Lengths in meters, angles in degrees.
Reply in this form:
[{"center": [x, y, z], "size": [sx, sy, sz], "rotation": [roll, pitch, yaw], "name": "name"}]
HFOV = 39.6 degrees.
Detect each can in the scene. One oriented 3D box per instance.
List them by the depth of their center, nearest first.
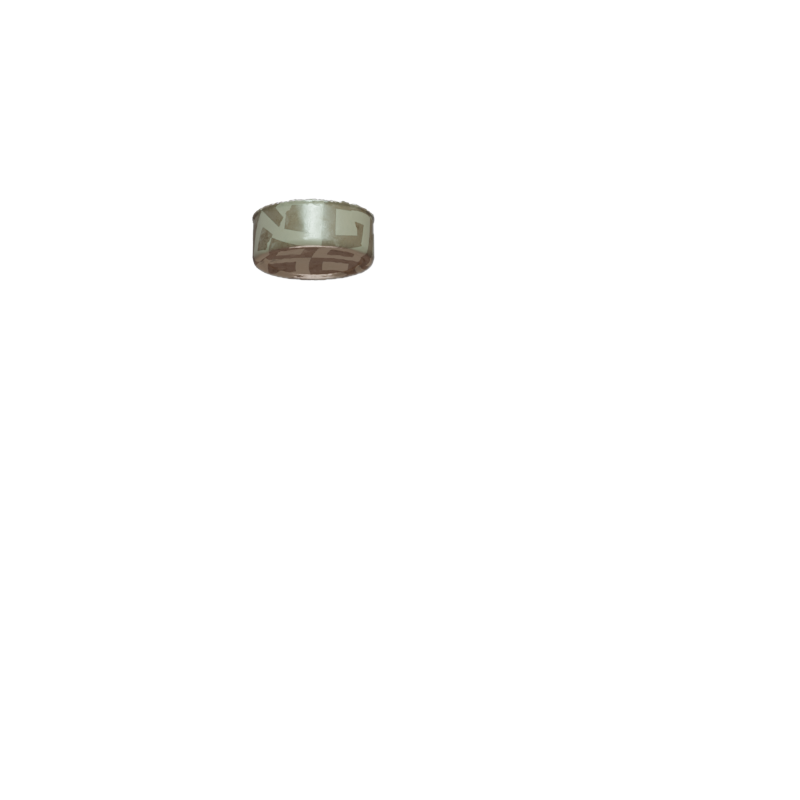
[{"center": [-0.060, -0.110, 0.771], "size": [0.086, 0.035, 0.083], "rotation": [0, -11, -2], "name": "can"}]
